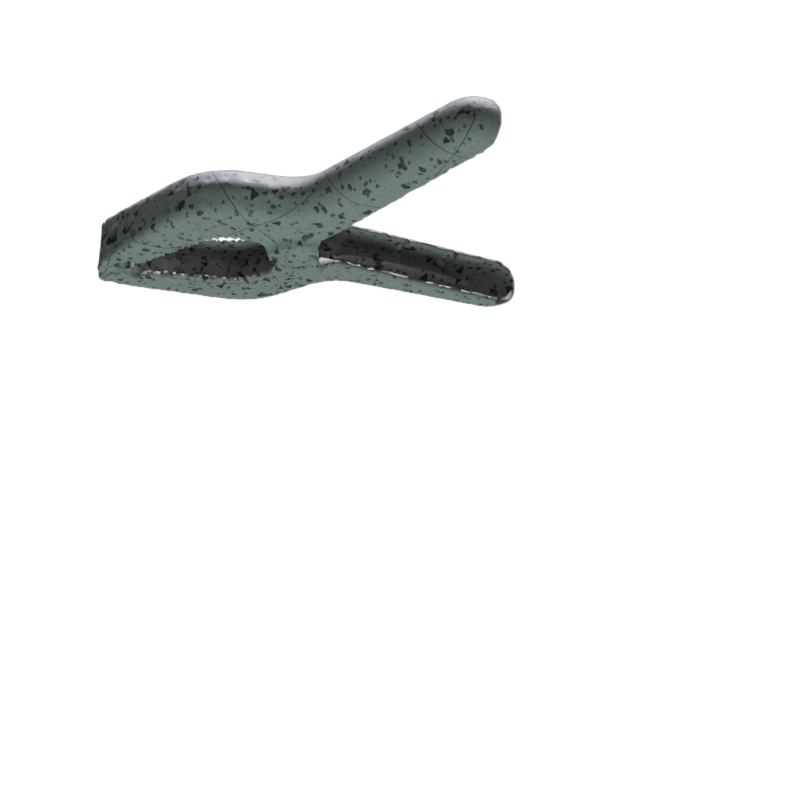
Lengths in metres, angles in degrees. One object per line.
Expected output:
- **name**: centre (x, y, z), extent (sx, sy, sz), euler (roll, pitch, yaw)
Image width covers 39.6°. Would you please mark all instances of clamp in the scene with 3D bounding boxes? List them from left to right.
- **clamp**: centre (-0.043, -0.078, 0.544), extent (0.213, 0.039, 0.153), euler (-7, -26, 14)
